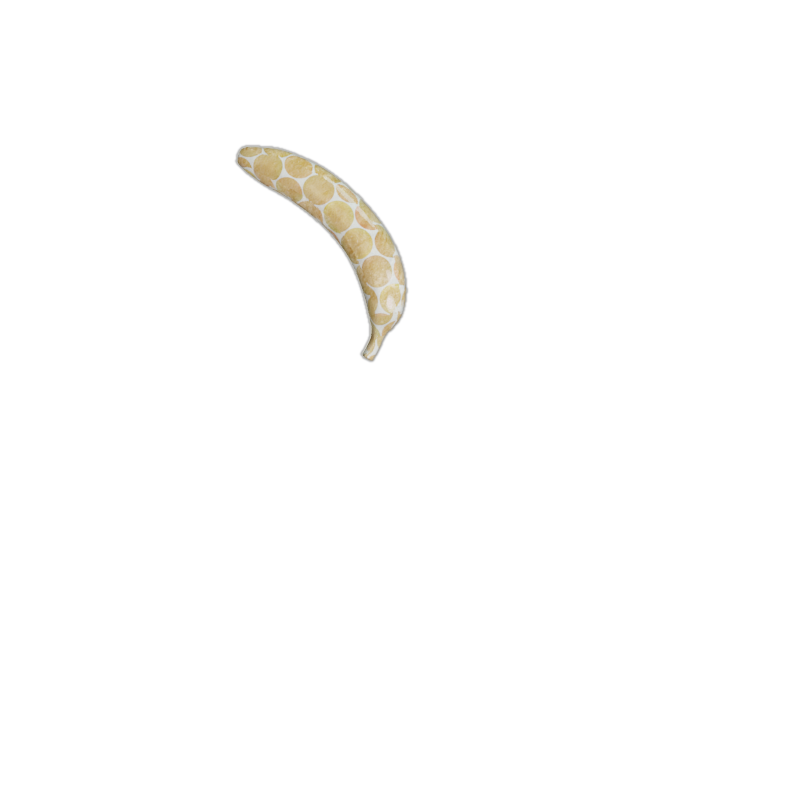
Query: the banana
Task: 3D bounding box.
[{"bbox_3d":[-0.050,-0.130,0.867,0.070,0.203,0.036,-32,-9,-6],"label":"banana"}]
